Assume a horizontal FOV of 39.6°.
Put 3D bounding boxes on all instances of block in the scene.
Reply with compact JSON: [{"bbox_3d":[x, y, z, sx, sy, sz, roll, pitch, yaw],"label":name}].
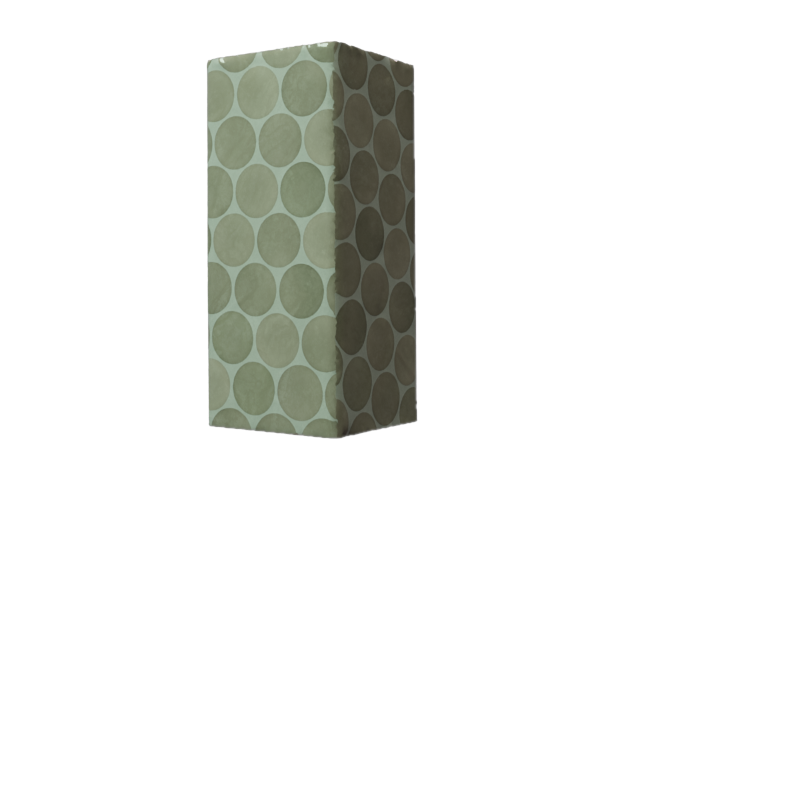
[{"bbox_3d":[-0.050,-0.090,0.632,0.094,0.207,0.087,0,0,32],"label":"block"}]
